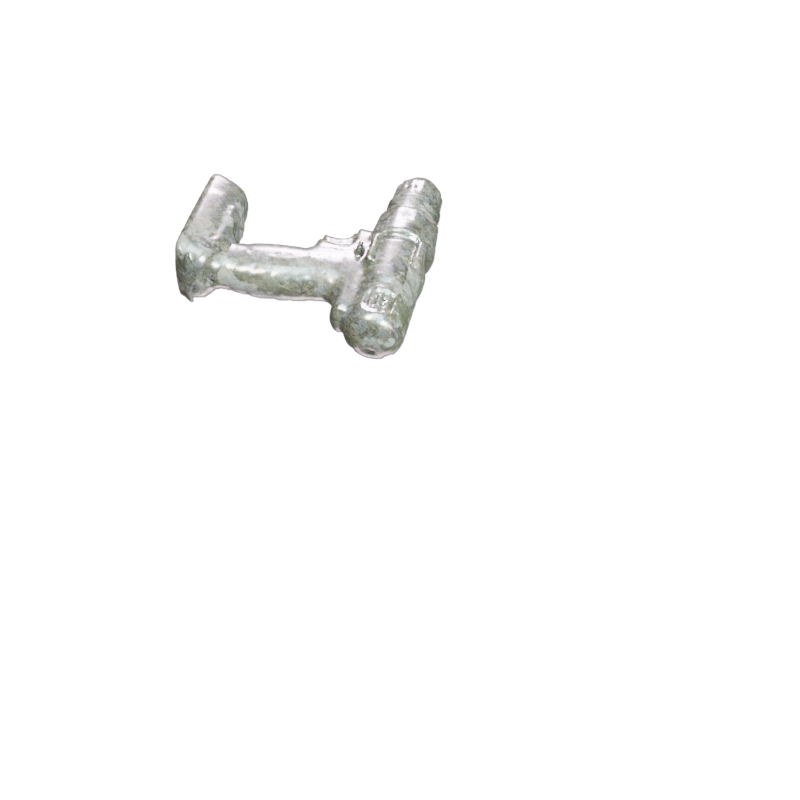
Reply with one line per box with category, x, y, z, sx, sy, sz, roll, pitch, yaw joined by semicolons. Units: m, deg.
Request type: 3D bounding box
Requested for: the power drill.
power drill;-0.067;-0.123;0.860;0.191;0.053;0.194;10;46;10
